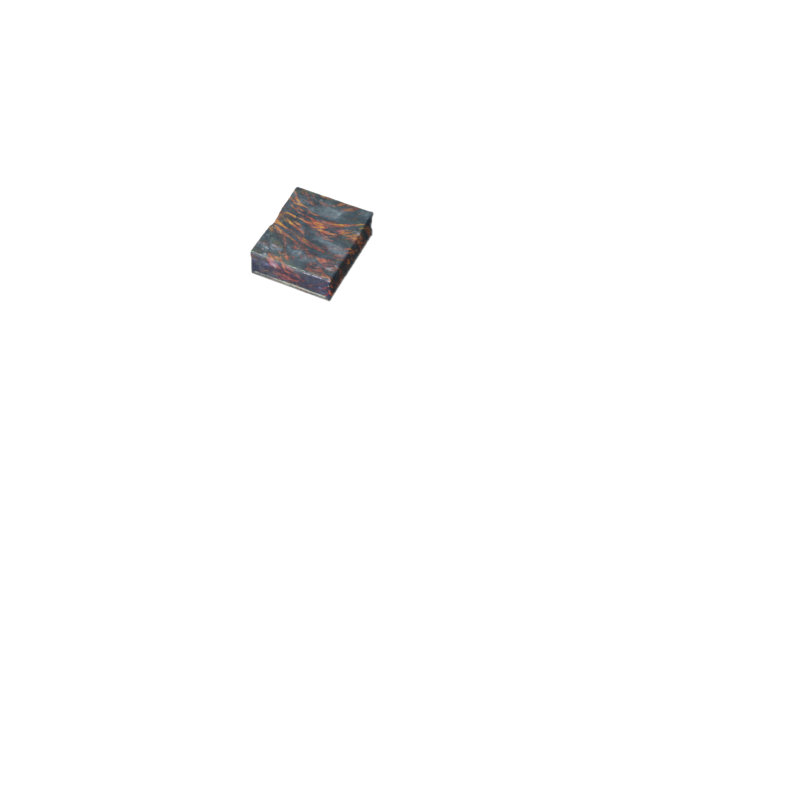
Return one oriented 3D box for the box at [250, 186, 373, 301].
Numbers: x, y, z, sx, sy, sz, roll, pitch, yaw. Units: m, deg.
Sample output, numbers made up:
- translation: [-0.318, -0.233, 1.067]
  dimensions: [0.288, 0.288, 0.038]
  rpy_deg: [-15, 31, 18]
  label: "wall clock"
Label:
- translation: [-0.072, -0.132, 0.921]
  dimensions: [0.075, 0.093, 0.028]
  rpy_deg: [20, -37, 15]
  label: "box"
